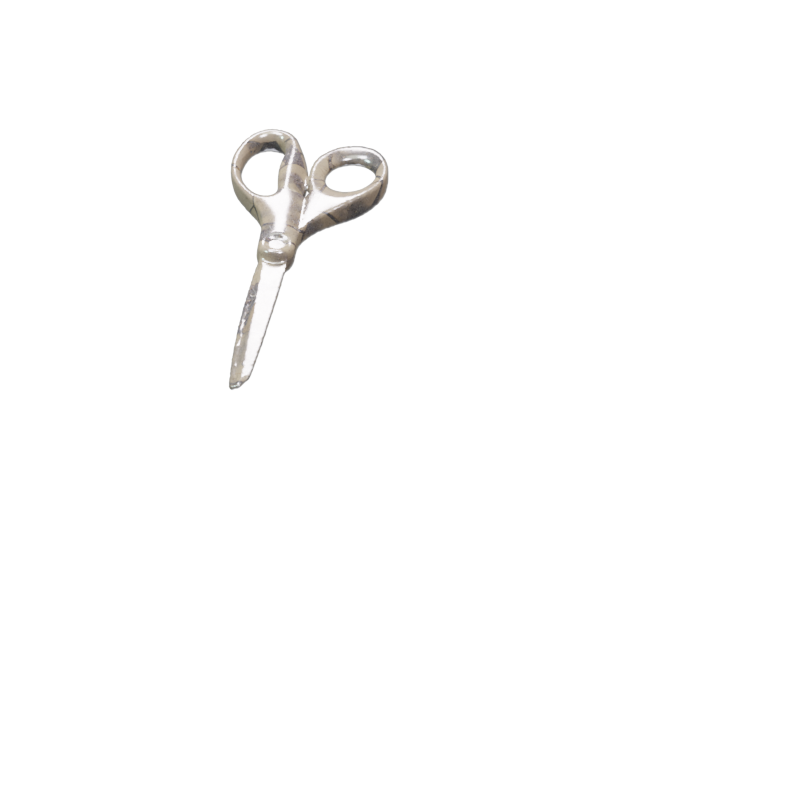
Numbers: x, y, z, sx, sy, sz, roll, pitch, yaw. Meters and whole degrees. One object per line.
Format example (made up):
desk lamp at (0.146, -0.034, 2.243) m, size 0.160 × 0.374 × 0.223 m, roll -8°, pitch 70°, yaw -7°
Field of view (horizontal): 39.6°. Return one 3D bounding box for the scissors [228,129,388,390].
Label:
scissors at (-0.044, -0.081, 0.566) m, size 0.095 × 0.015 × 0.218 m, roll -6°, pitch 43°, yaw -6°
